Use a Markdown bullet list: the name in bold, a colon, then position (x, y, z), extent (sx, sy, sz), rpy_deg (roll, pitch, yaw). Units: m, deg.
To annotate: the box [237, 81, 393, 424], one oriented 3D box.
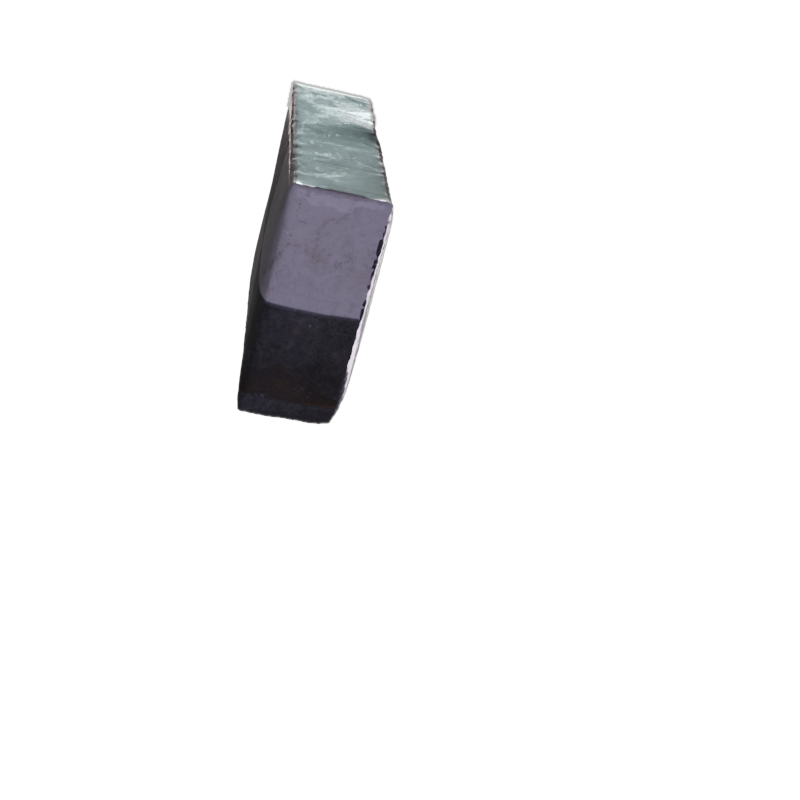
- **box**: position (-0.061, -0.111, 0.776), extent (0.071, 0.157, 0.227), rpy_deg (11, 28, -10)
